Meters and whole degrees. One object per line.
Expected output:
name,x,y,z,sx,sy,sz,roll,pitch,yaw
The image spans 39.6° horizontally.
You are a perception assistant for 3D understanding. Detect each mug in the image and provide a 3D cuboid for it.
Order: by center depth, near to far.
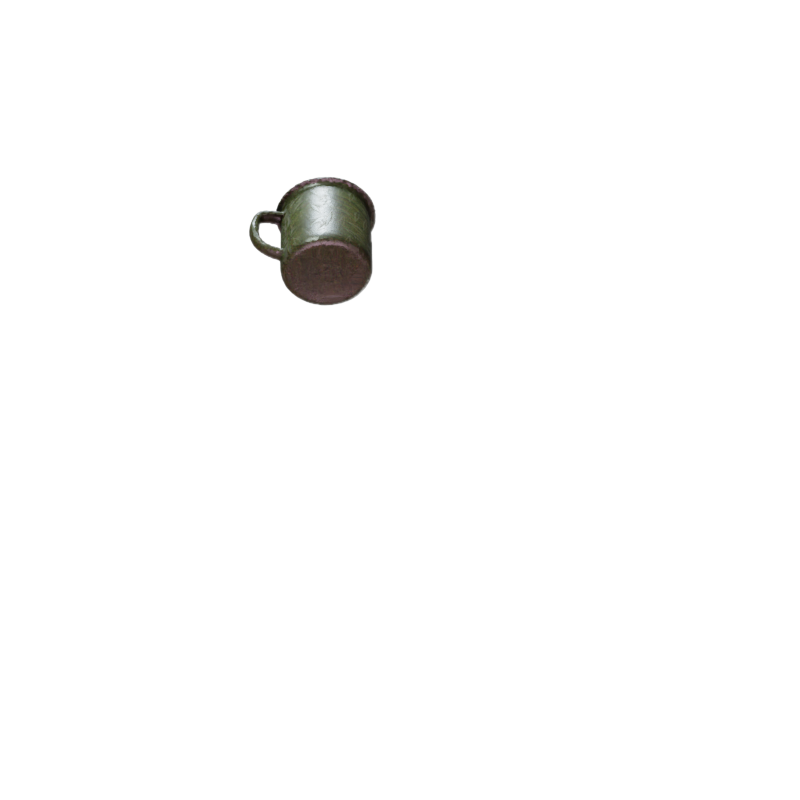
mug,-0.078,-0.142,0.997,0.115,0.087,0.089,12,-47,-13
